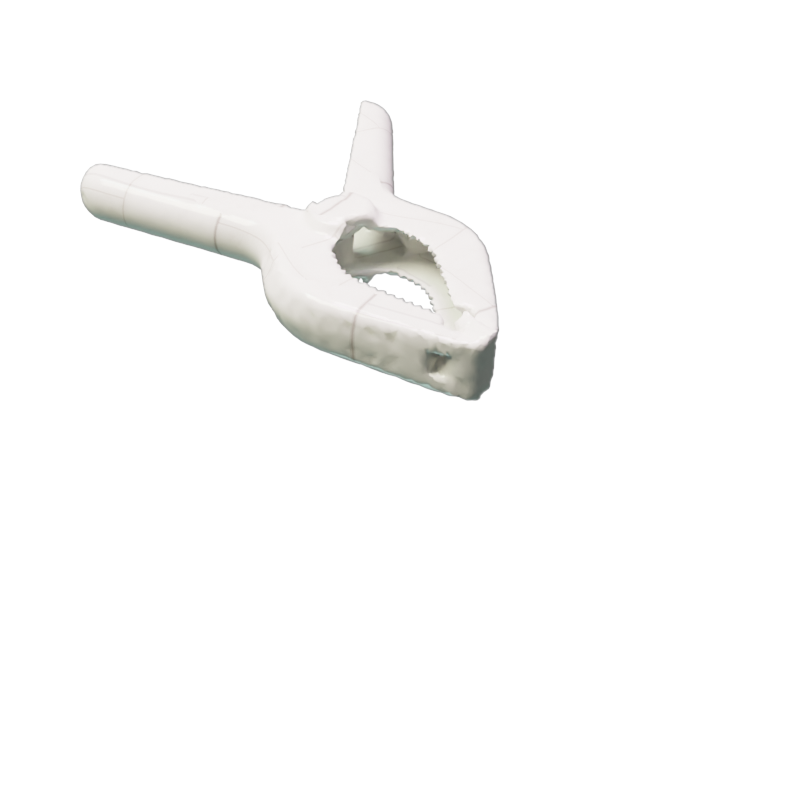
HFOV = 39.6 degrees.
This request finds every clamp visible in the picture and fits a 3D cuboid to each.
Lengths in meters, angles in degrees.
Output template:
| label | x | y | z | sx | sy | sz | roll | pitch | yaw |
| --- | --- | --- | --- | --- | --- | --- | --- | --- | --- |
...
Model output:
| label | x | y | z | sx | sy | sz | roll | pitch | yaw |
| --- | --- | --- | --- | --- | --- | --- | --- | --- | --- |
| clamp | -0.037 | -0.068 | 0.476 | 0.162 | 0.034 | 0.227 | -16 | 41 | -20 |
